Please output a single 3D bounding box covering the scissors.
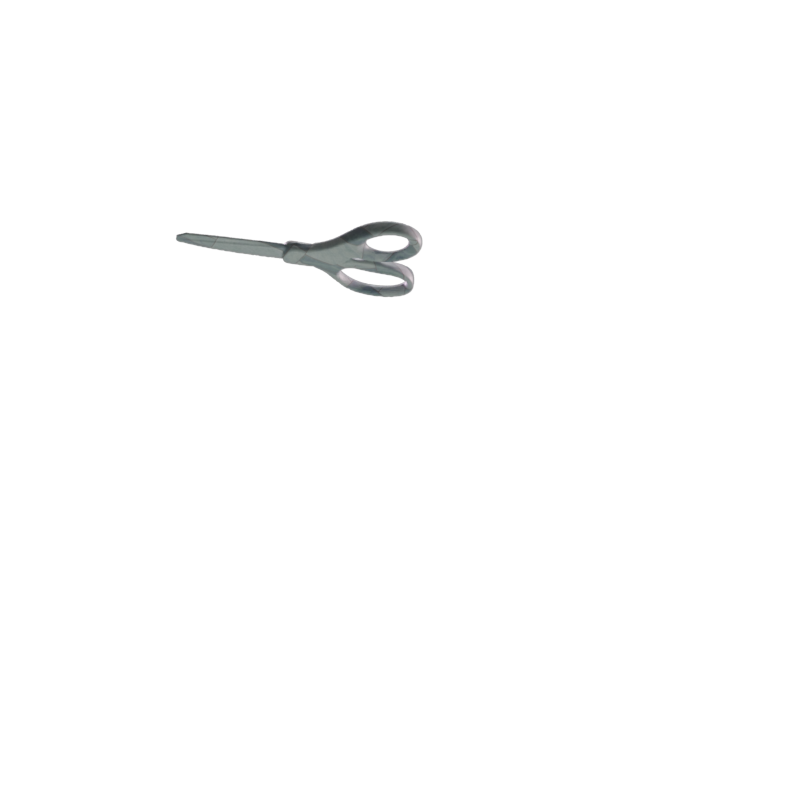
[{"bbox_3d":[-0.070,-0.128,0.895,0.194,0.017,0.093,16,-38,-22],"label":"scissors"}]
